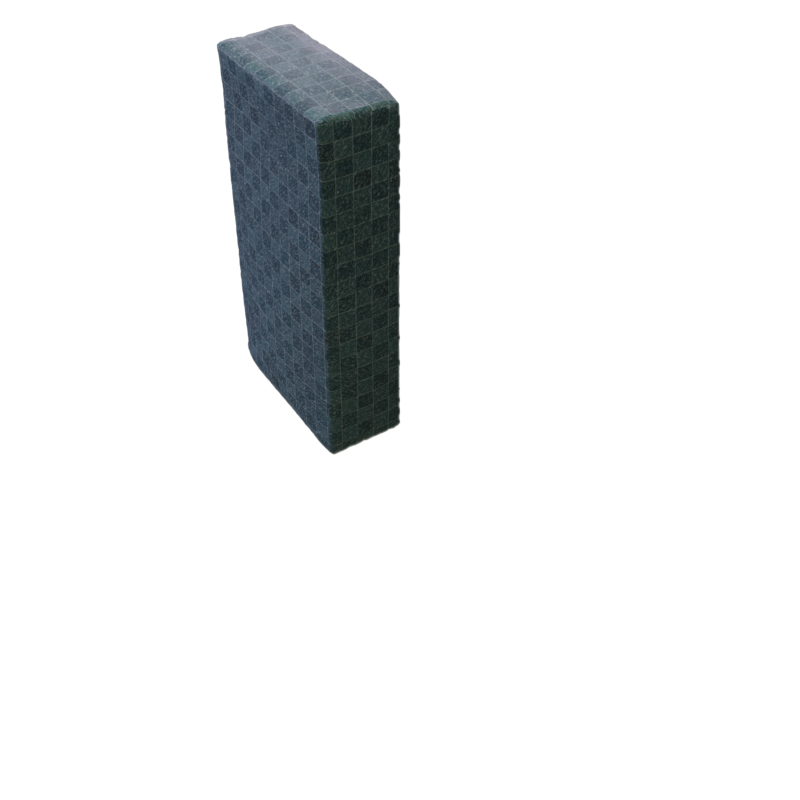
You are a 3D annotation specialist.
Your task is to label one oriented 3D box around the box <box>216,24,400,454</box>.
[{"bbox_3d":[-0.039,-0.072,0.507,0.047,0.165,0.101,-18,42,-26],"label":"box"}]
